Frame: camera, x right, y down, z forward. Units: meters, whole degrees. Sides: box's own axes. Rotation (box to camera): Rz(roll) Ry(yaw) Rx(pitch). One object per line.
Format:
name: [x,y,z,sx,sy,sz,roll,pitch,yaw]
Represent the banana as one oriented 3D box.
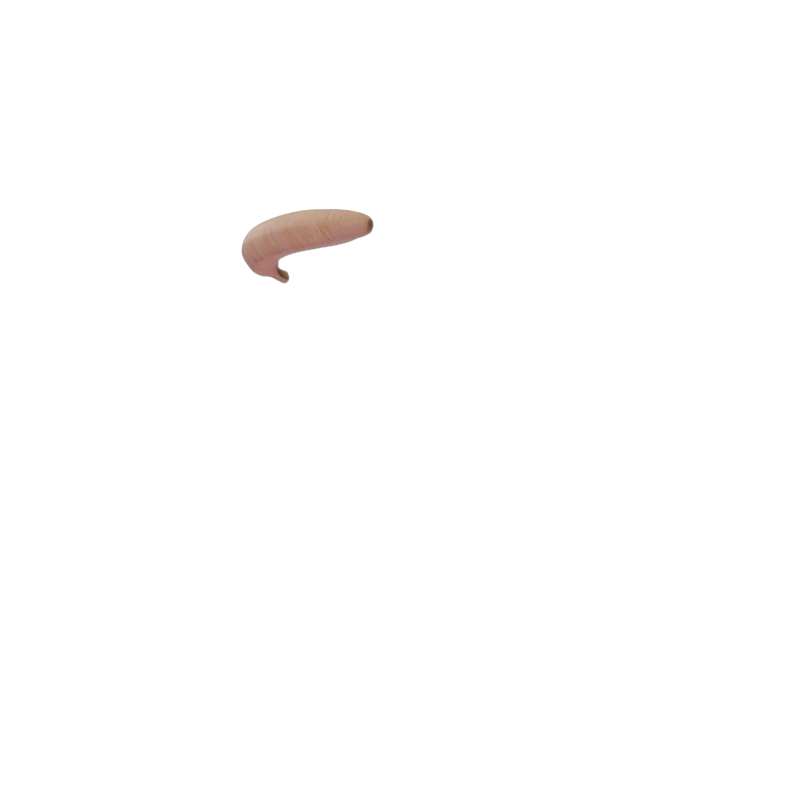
banana: [-0.096,-0.141,0.985,0.067,0.038,0.200,4,-7,-27]
